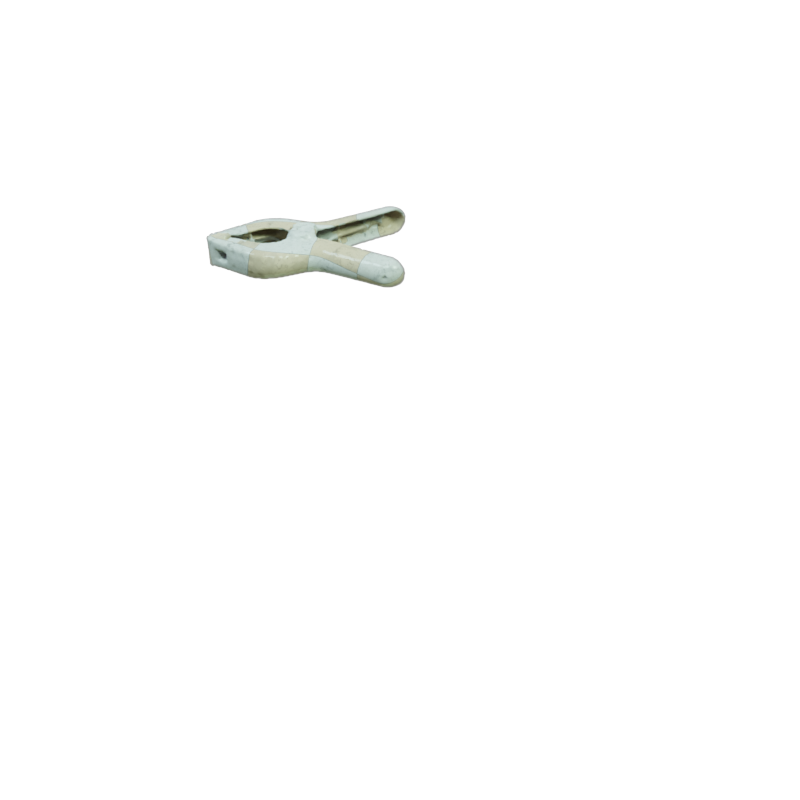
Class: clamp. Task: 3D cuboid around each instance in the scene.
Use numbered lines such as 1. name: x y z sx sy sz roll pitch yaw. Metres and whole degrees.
1. clamp: -0.073 -0.134 0.935 0.174 0.037 0.124 6 27 11
